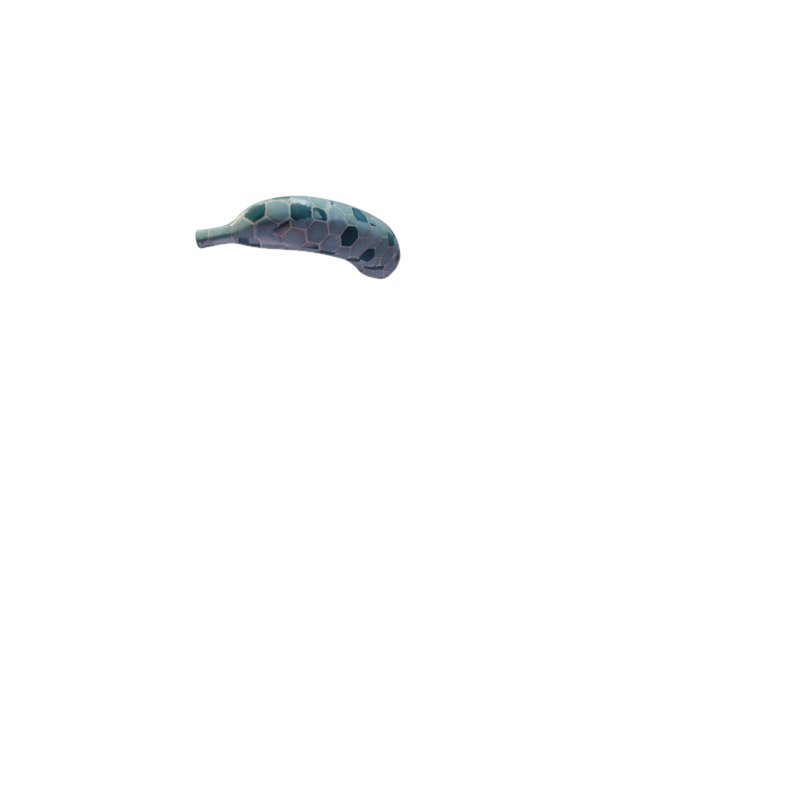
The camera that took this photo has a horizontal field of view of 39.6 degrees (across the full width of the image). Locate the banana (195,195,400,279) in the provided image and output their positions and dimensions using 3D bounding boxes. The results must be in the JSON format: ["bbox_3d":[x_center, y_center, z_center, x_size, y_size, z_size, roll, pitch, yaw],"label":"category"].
[{"bbox_3d":[-0.047,-0.111,0.754,0.072,0.037,0.188,-4,-6,37],"label":"banana"}]
